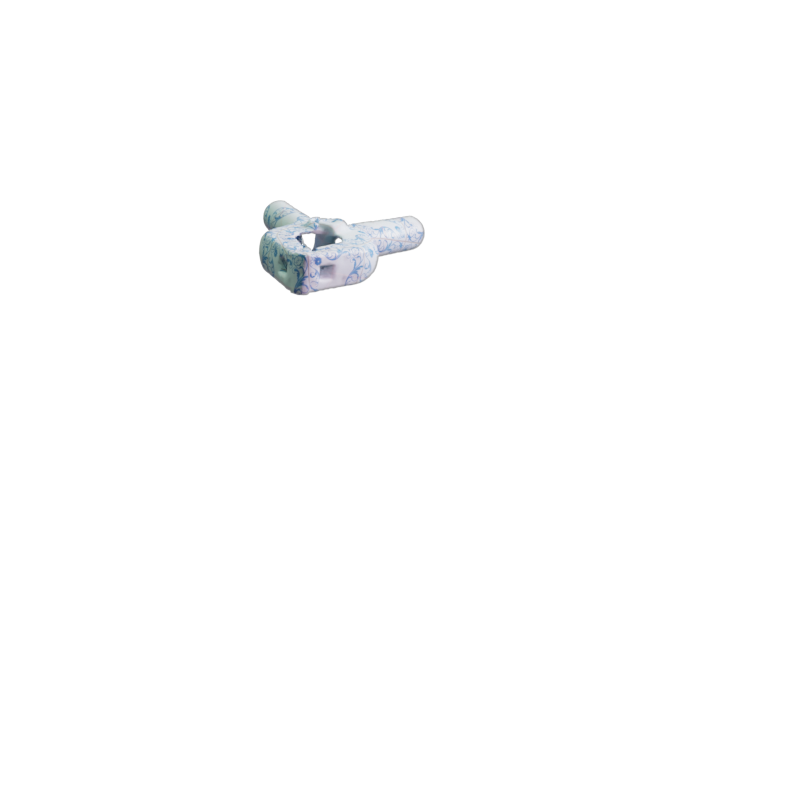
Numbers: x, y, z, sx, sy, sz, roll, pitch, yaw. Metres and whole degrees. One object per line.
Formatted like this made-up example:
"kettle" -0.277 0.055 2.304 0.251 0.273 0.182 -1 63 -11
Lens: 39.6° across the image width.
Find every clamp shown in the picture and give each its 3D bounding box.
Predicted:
"clamp" -0.060 -0.109 0.766 0.123 0.038 0.172 5 17 16
